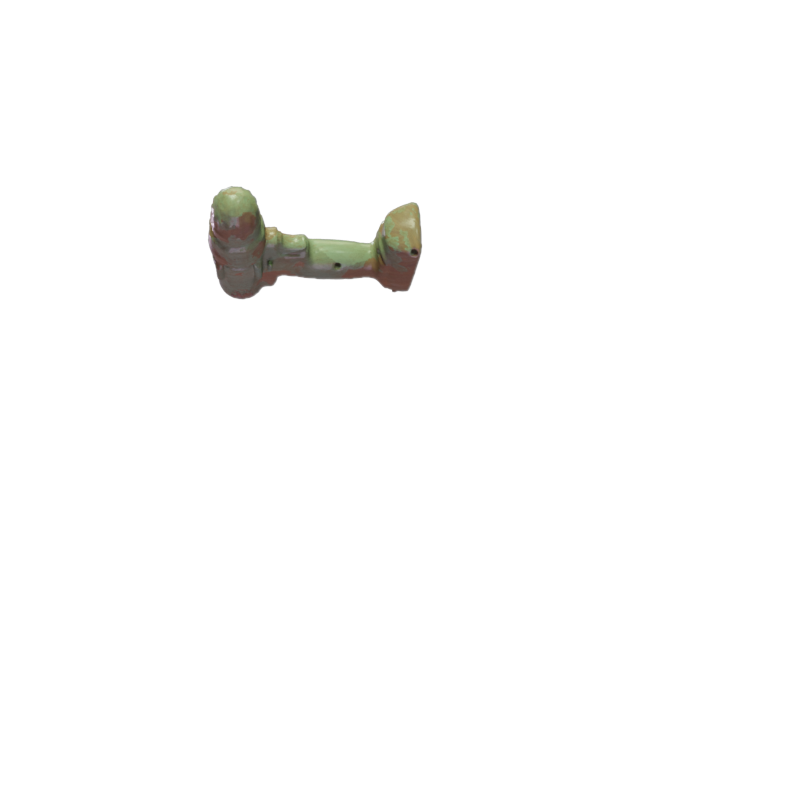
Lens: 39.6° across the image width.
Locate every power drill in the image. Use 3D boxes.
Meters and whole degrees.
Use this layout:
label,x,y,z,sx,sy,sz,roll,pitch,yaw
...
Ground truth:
label,x,y,z,sx,sy,sz,roll,pitch,yaw
power drill,-0.078,-0.142,0.995,0.187,0.060,0.177,1,-15,-4
